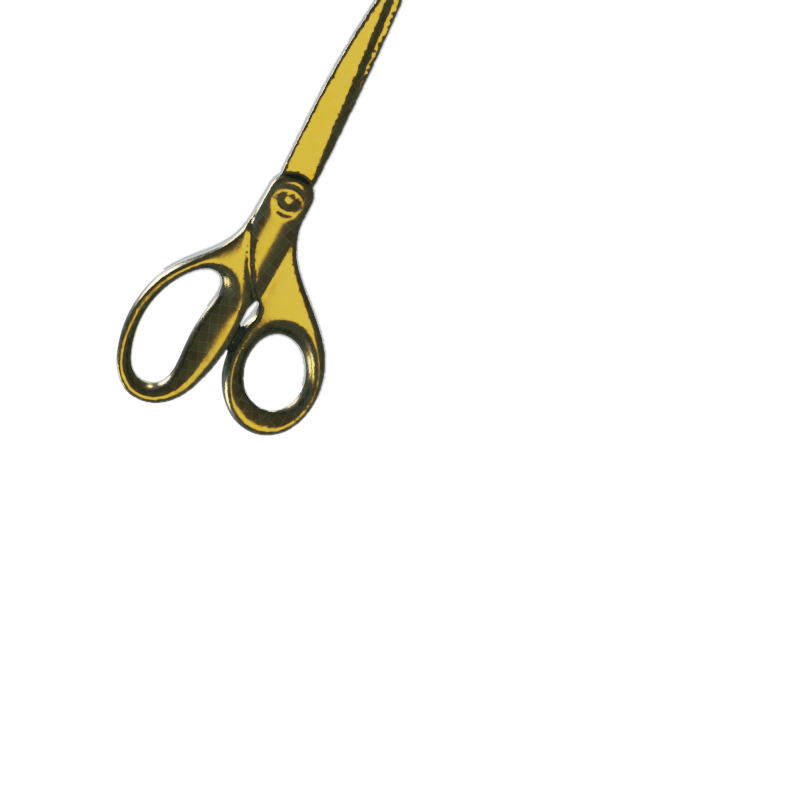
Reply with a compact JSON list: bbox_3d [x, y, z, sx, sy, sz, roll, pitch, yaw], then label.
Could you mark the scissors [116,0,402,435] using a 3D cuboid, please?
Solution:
[{"bbox_3d":[-0.036,-0.065,0.458,0.094,0.200,0.016,42,11,-10],"label":"scissors"}]
